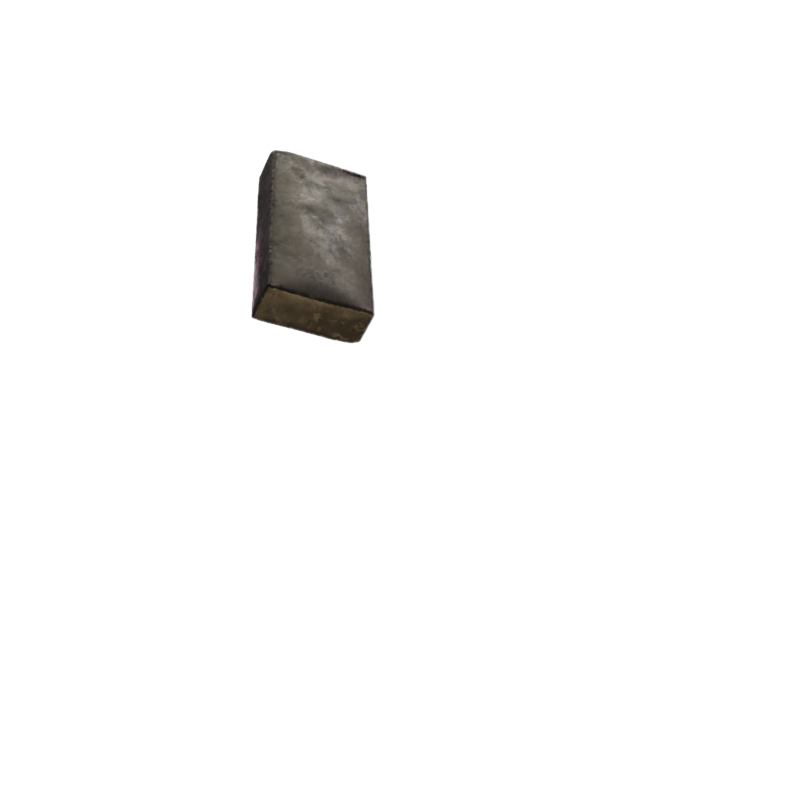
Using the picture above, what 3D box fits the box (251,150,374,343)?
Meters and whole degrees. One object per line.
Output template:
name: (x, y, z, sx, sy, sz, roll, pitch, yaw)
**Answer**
box: (-0.073, -0.133, 0.931, 0.091, 0.189, 0.046, 13, -44, -18)
